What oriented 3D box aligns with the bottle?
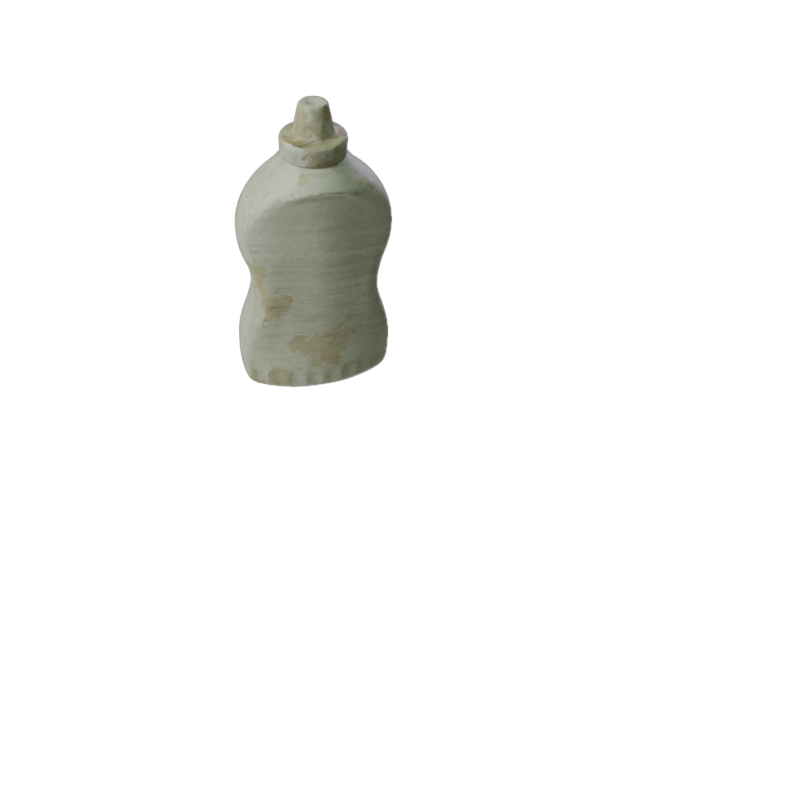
[{"bbox_3d":[-0.054,-0.098,0.688,0.095,0.179,0.063,-6,38,-11],"label":"bottle"}]
